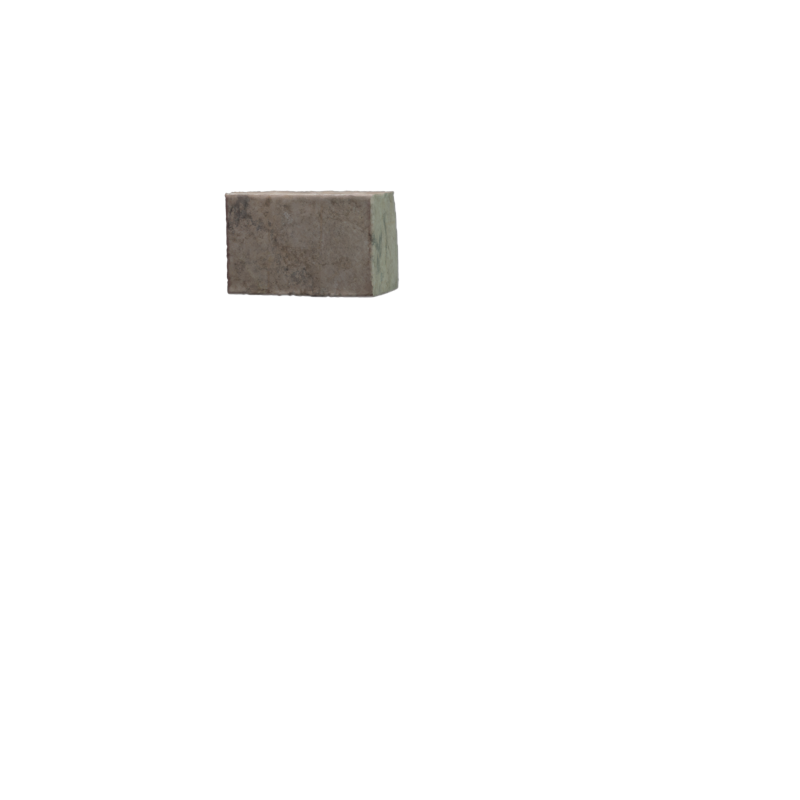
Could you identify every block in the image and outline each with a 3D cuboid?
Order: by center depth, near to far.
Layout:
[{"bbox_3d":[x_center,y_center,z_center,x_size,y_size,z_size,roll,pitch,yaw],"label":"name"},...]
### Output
[{"bbox_3d":[-0.044,-0.080,0.559,0.079,0.051,0.052,2,7,14],"label":"block"}]
